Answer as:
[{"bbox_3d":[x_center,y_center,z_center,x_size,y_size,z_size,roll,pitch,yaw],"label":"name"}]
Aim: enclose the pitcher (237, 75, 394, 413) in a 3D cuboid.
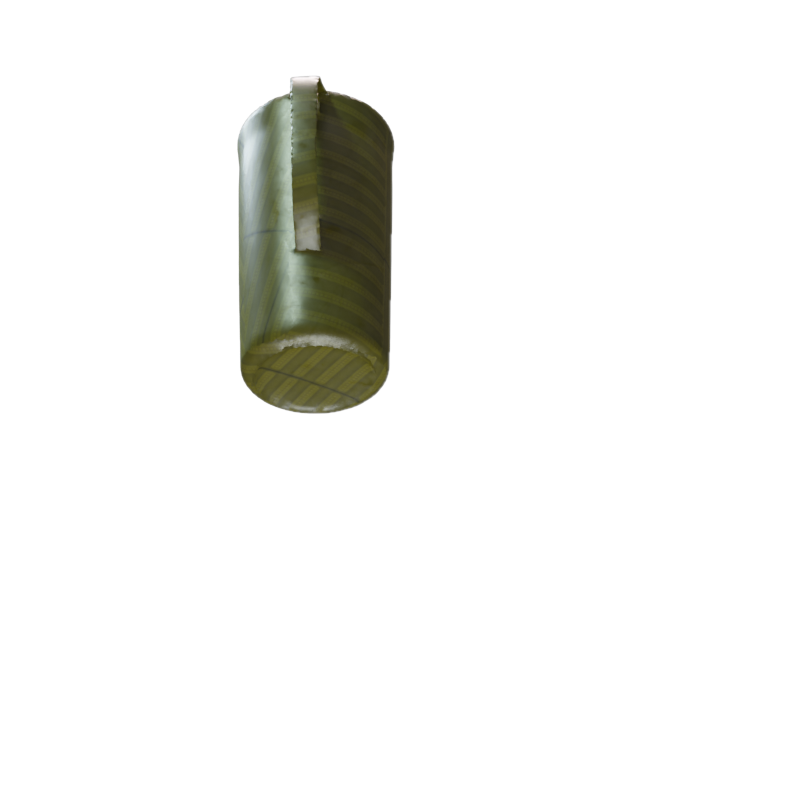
[{"bbox_3d":[-0.067,-0.123,0.862,0.140,0.261,0.144,28,-47,-34],"label":"pitcher"}]
